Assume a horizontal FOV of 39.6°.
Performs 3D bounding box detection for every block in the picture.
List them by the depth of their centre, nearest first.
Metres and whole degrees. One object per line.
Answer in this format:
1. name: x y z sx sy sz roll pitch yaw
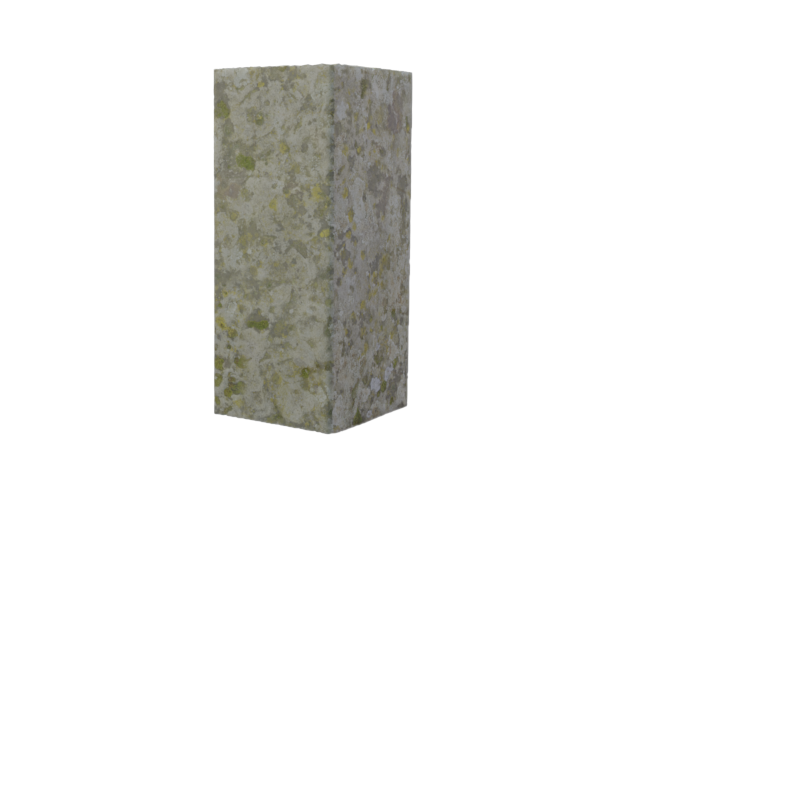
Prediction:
1. block: -0.052 -0.096 0.670 0.094 0.203 0.088 4 7 32
